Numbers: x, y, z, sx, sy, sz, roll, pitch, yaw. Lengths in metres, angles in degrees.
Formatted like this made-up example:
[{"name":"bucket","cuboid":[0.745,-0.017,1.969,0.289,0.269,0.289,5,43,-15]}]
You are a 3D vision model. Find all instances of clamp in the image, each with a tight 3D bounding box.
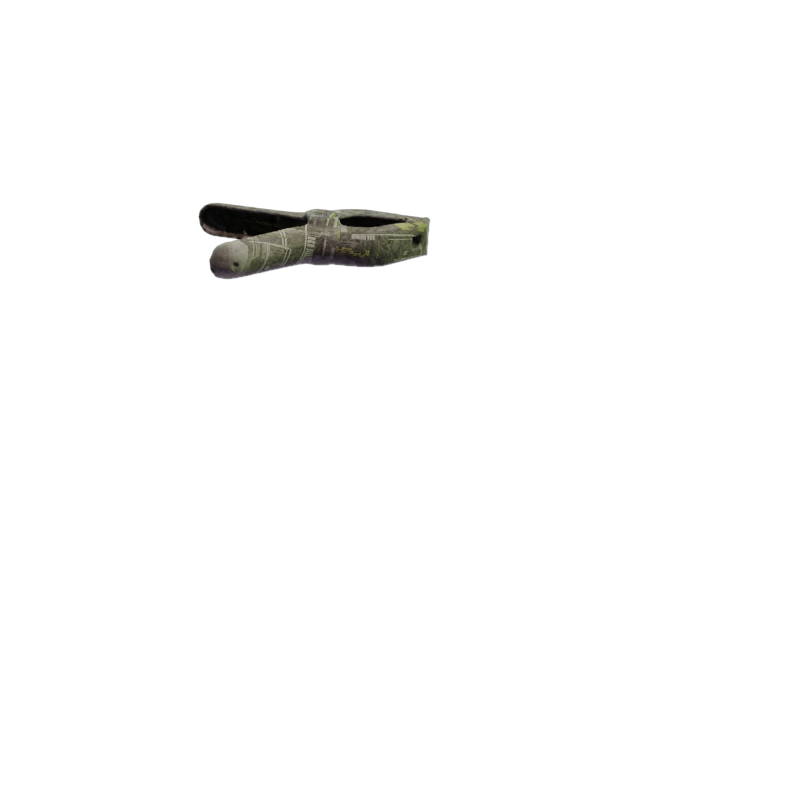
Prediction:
[{"name":"clamp","cuboid":[-0.062,-0.113,0.789,0.171,0.037,0.127,-1,30,-2]}]
